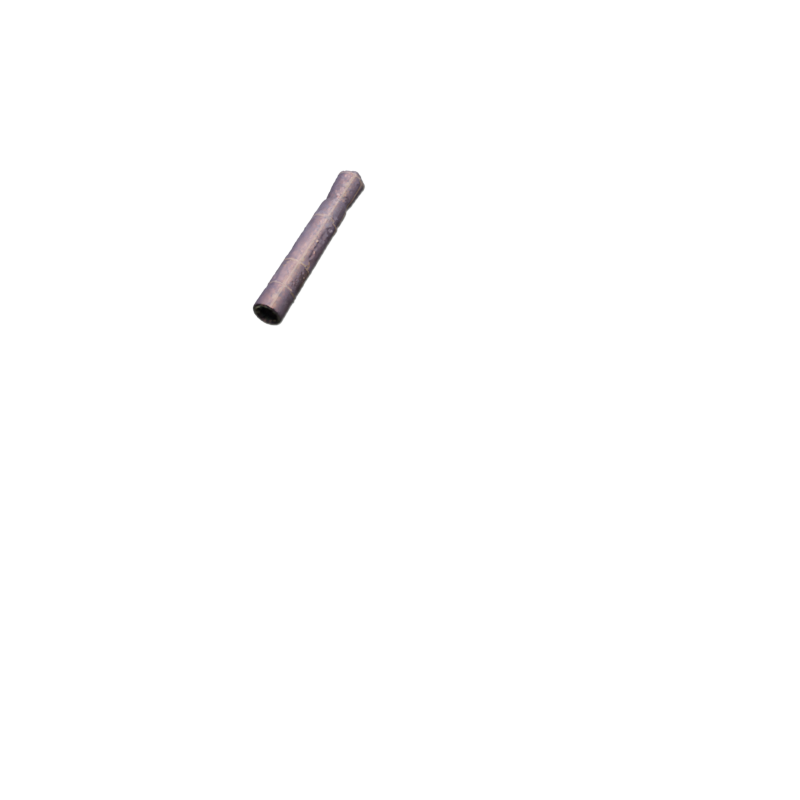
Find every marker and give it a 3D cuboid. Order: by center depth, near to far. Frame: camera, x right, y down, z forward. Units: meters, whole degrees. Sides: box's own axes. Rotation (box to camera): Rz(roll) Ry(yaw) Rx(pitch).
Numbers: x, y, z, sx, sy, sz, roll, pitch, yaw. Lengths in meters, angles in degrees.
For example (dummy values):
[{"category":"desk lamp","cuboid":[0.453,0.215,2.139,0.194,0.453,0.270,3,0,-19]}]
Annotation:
[{"category":"marker","cuboid":[-0.052,-0.095,0.663,0.020,0.126,0.018,1,-42,33]}]
